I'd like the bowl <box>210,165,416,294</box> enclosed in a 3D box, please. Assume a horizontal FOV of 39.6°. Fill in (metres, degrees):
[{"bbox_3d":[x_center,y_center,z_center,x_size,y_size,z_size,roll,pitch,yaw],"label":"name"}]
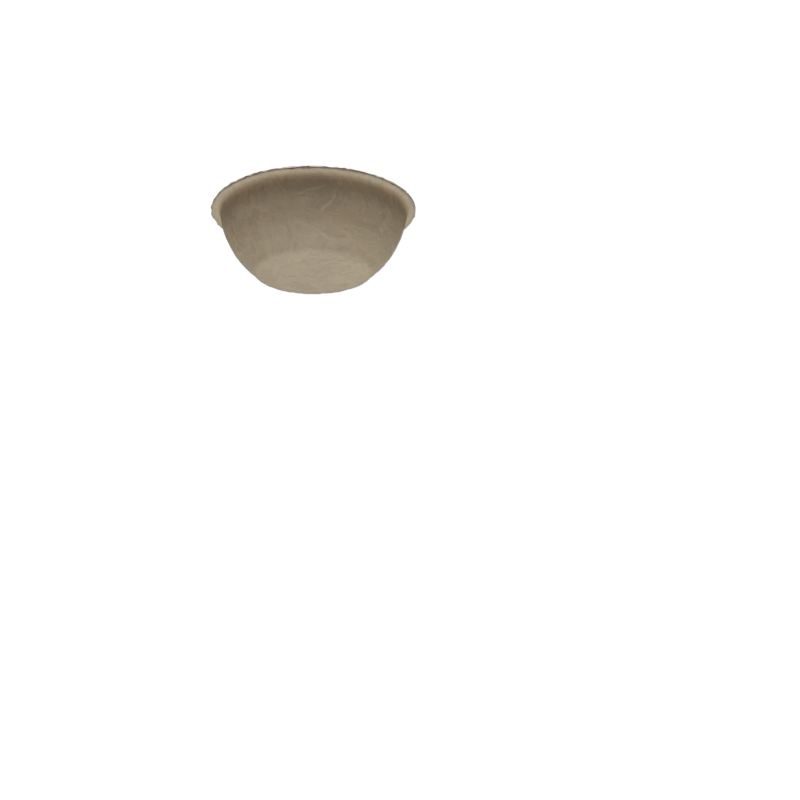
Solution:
[{"bbox_3d":[-0.068,-0.124,0.866,0.162,0.058,0.155,0,-17,-2],"label":"bowl"}]
